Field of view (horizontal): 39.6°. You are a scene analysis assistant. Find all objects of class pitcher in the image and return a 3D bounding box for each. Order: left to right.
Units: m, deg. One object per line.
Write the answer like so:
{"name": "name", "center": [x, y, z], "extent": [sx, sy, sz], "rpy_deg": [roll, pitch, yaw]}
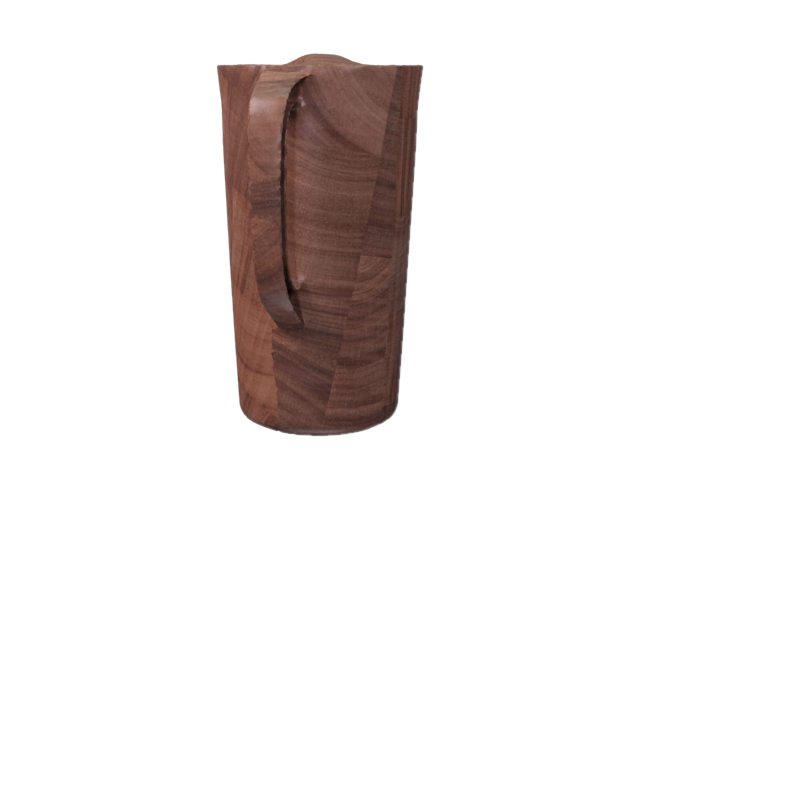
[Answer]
{"name": "pitcher", "center": [-0.057, -0.104, 0.725], "extent": [0.145, 0.238, 0.152], "rpy_deg": [-6, 12, -30]}
